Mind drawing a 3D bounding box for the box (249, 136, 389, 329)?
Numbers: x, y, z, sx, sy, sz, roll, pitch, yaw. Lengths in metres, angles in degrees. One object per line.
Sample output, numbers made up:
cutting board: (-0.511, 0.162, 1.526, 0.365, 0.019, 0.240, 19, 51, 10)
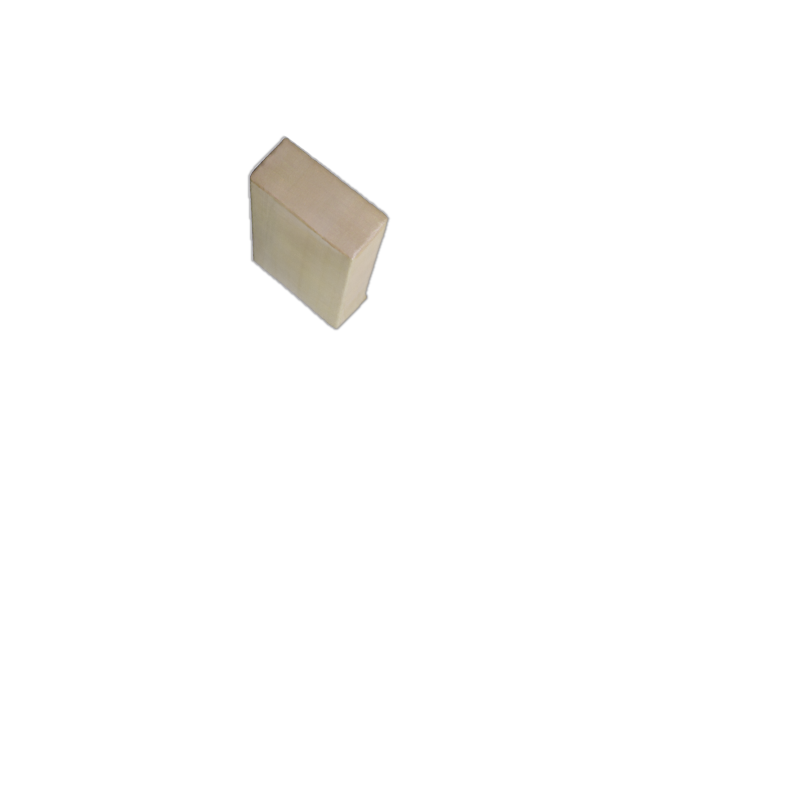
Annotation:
box: (-0.063, -0.115, 0.805, 0.095, 0.049, 0.171, 40, -11, 5)
